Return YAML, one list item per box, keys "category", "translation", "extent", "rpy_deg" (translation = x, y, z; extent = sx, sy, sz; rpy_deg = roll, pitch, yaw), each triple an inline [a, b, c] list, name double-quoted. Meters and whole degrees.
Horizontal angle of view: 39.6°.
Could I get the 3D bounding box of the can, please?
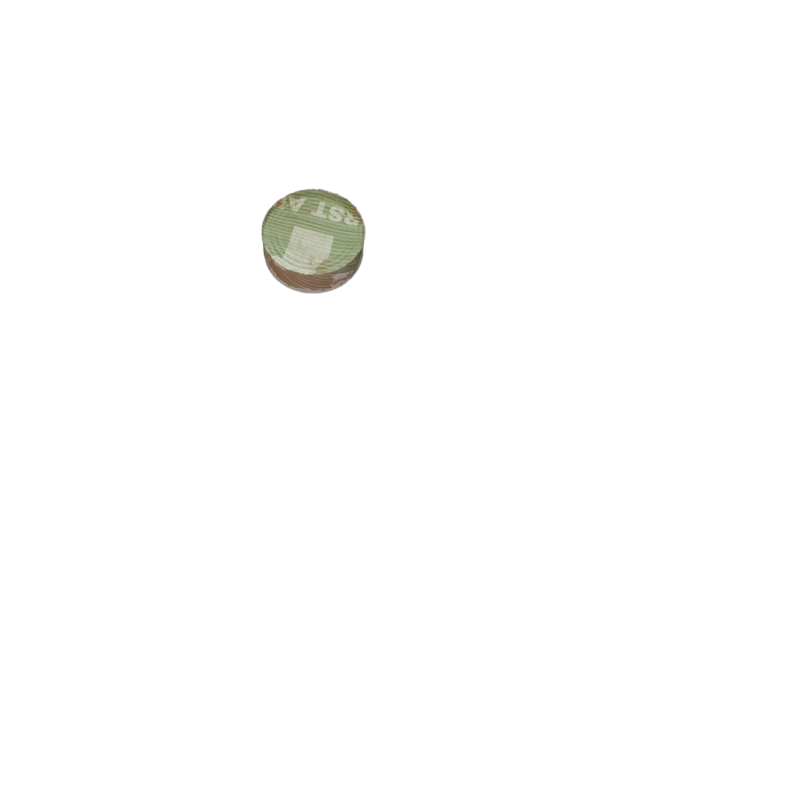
- category: "can"
  translation: [-0.072, -0.132, 0.923]
  extent: [0.086, 0.092, 0.031]
  rpy_deg: [-1, -31, -1]
